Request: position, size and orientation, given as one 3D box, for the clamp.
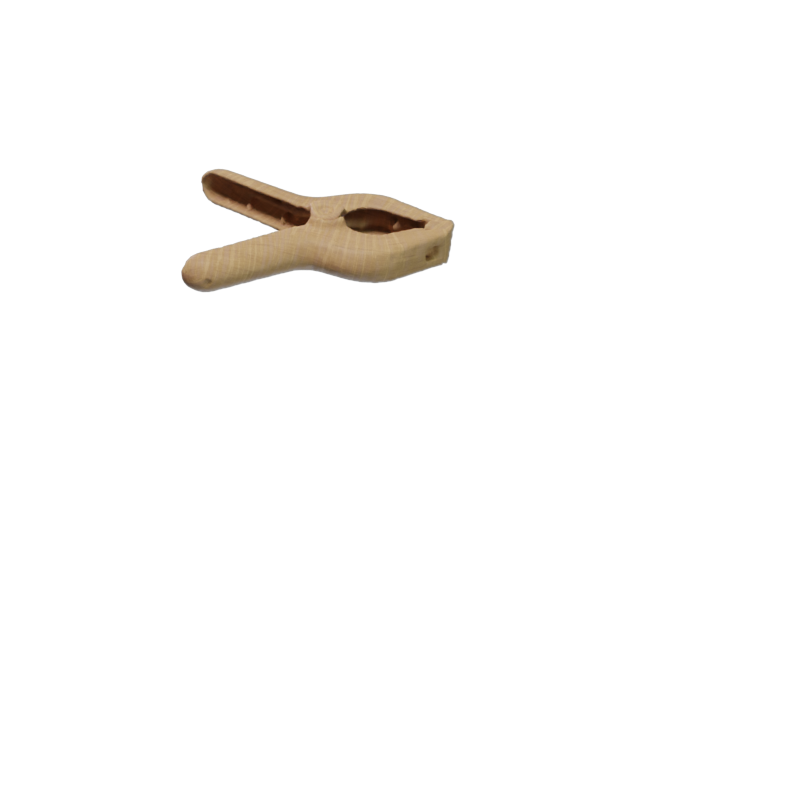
[{"bbox_3d":[-0.054,-0.099,0.694,0.173,0.036,0.127,7,44,7],"label":"clamp"}]
